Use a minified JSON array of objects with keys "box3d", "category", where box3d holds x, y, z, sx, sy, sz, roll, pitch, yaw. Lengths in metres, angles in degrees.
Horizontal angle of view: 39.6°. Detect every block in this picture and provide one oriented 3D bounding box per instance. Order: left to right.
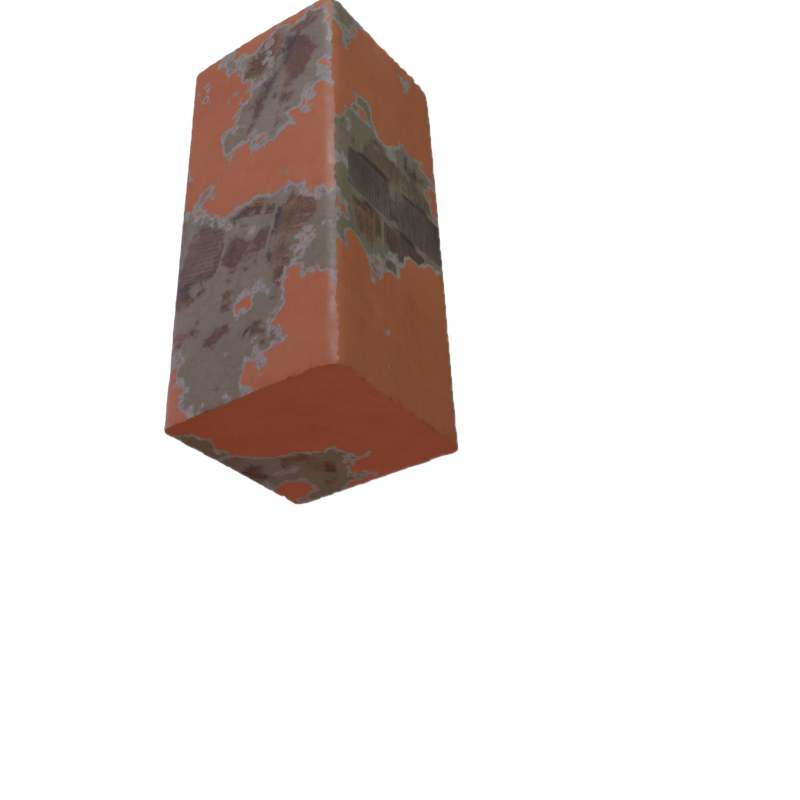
[{"box3d":[-0.040,-0.074,0.515,0.091,0.221,0.084,-24,-40,27],"category":"block"}]
